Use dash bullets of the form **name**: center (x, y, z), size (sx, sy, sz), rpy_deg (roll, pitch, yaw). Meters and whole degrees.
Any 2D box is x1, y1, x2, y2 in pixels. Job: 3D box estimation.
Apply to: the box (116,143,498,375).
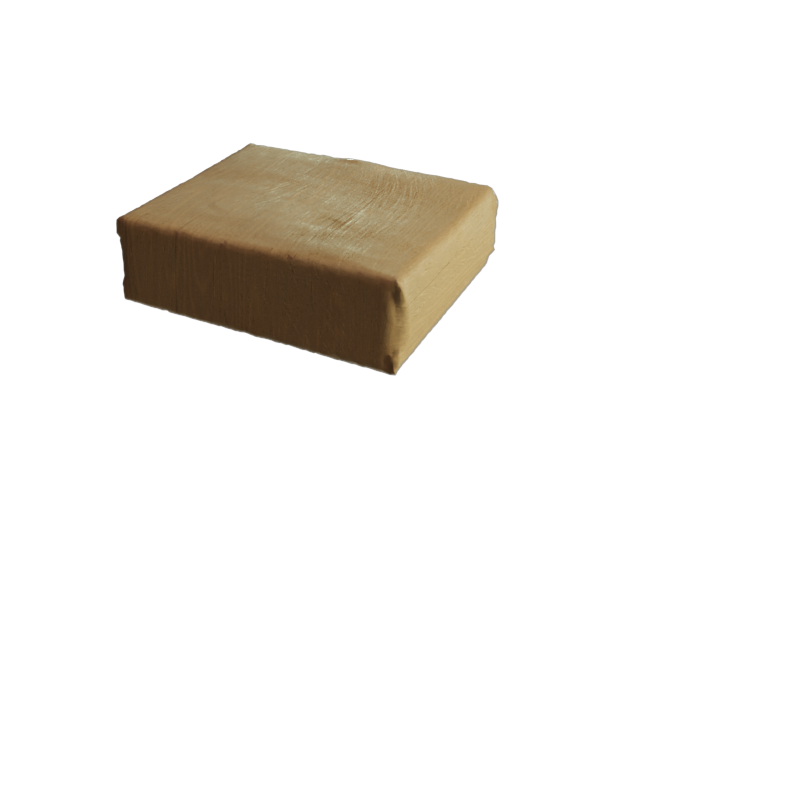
- **box**: center (-0.025, -0.046, 0.325), size (0.093, 0.028, 0.074), rpy_deg (14, 33, 23)
